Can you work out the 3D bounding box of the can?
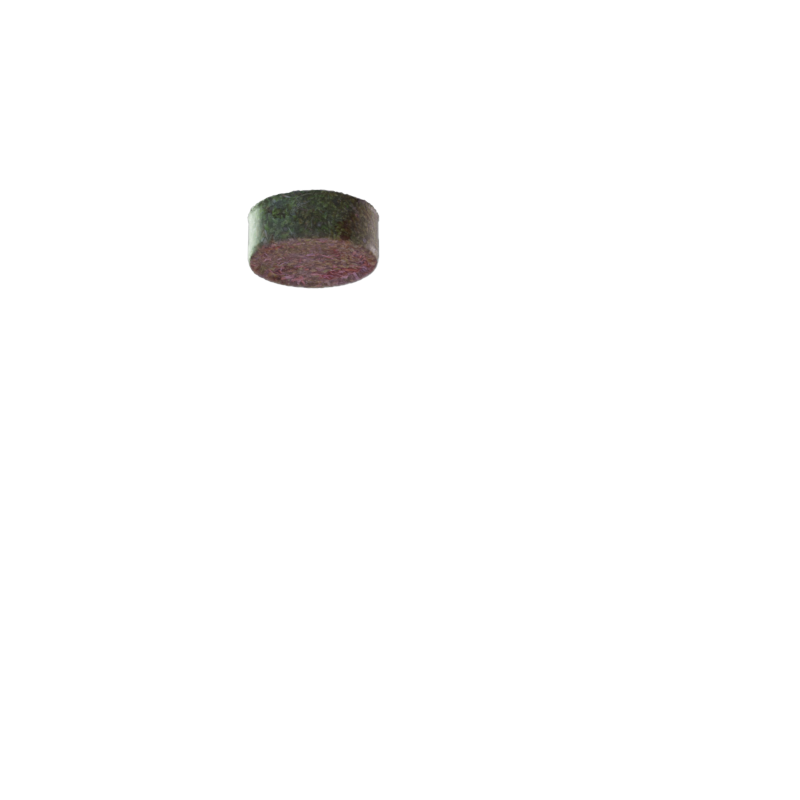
[{"bbox_3d":[-0.056,-0.102,0.716,0.086,0.035,0.082,0,-18,-2],"label":"can"}]
